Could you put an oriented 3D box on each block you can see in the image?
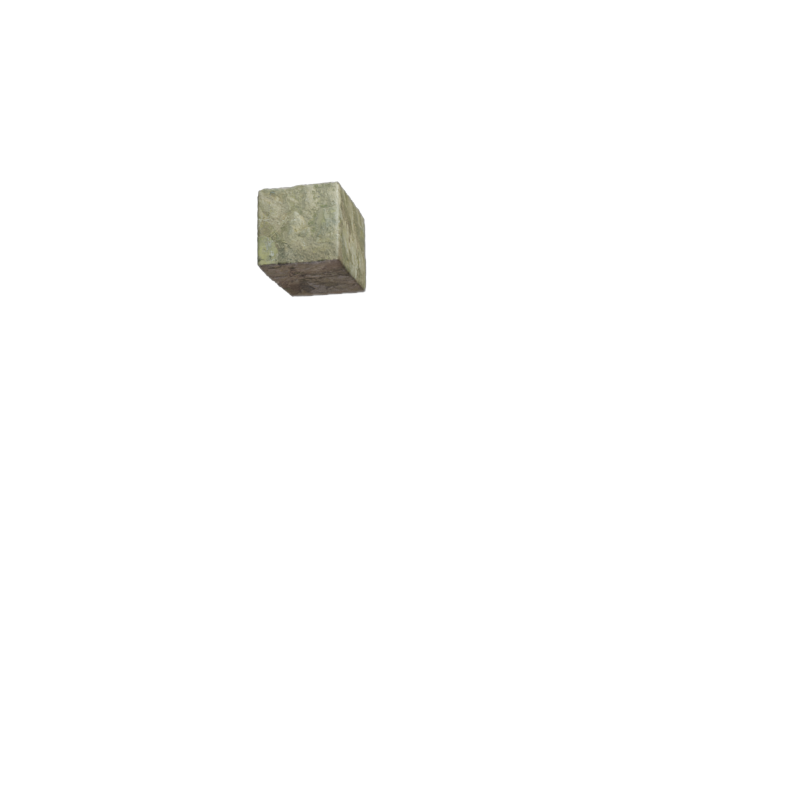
[{"bbox_3d":[-0.055,-0.100,0.703,0.053,0.053,0.074,-3,-13,12],"label":"block"}]
